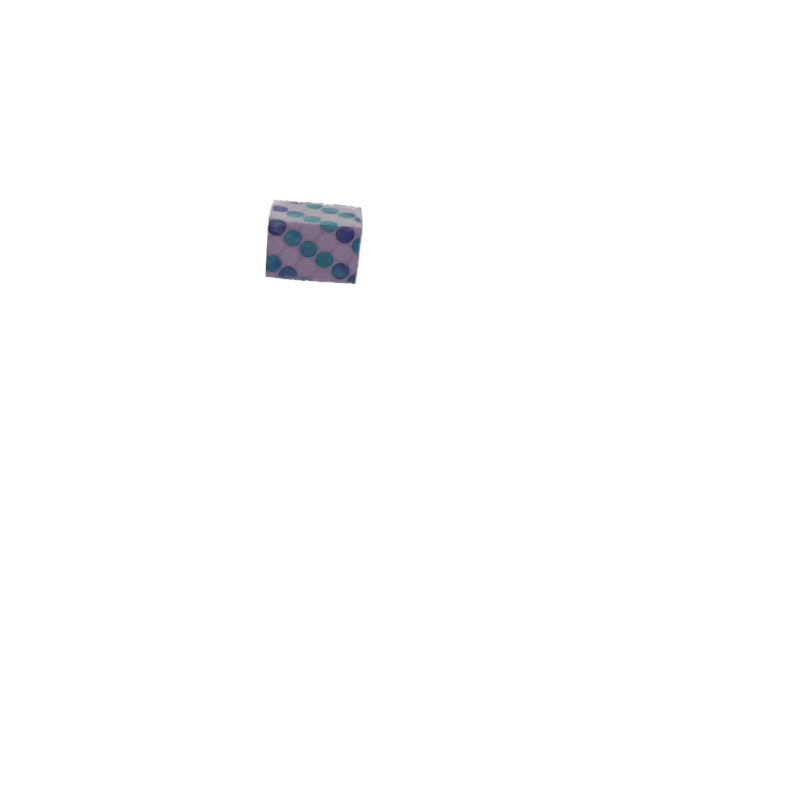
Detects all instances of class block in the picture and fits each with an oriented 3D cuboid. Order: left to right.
[{"bbox_3d":[-0.072,-0.132,0.923,0.078,0.050,0.054,5,25,-4],"label":"block"}]
